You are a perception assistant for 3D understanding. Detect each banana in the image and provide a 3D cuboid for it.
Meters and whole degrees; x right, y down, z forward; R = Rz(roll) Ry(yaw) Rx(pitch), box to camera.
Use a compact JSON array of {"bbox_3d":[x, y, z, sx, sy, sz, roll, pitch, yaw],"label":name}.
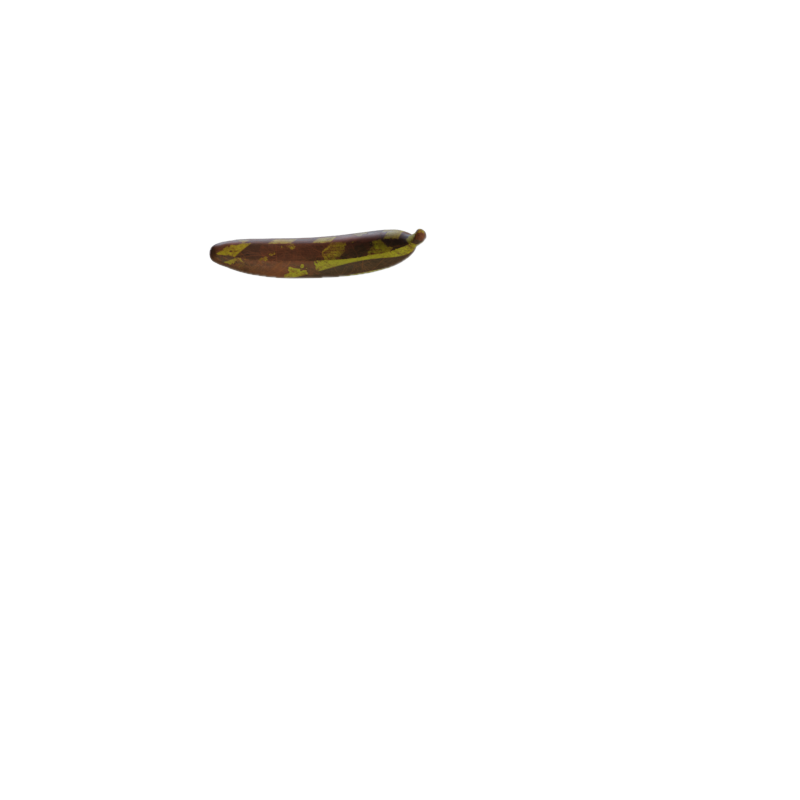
[{"bbox_3d":[-0.071,-0.136,1.006,0.200,0.039,0.065,-5,-22,12],"label":"banana"}]
